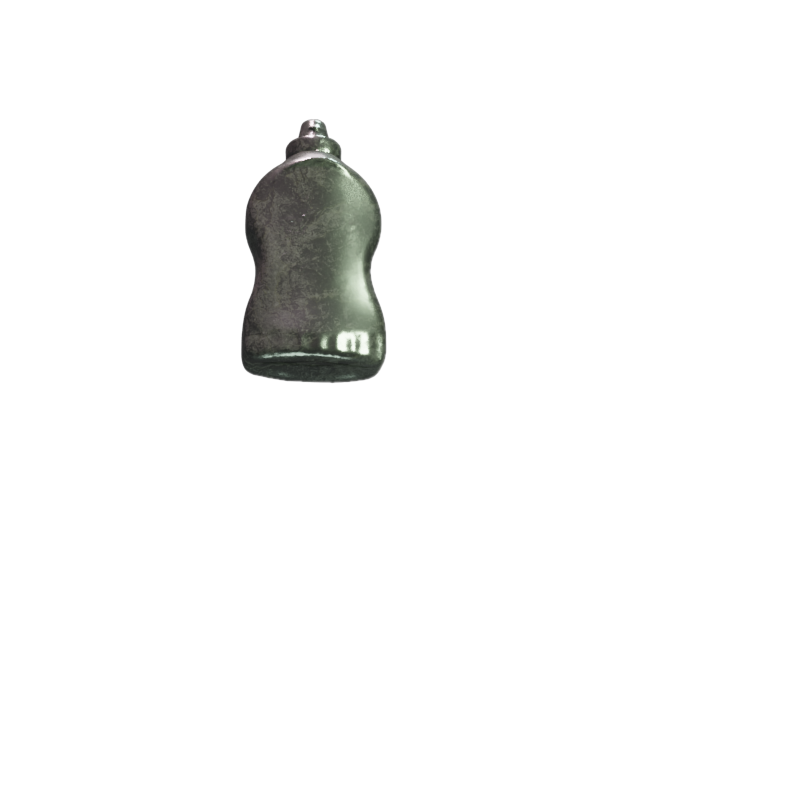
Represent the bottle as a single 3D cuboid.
[{"bbox_3d":[-0.061,-0.111,0.776,0.095,0.203,0.056,1,-25,-7],"label":"bottle"}]
